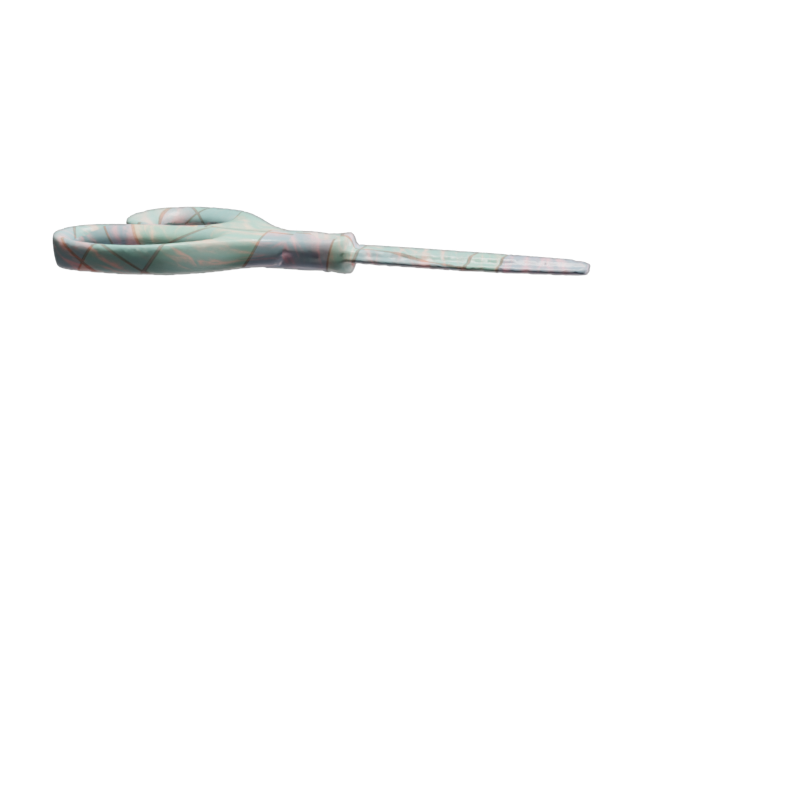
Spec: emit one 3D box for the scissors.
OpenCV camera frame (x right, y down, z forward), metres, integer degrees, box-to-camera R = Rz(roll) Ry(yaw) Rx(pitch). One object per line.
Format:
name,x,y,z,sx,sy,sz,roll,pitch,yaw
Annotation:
scissors,-0.035,-0.063,0.444,0.202,0.015,0.099,1,19,2
